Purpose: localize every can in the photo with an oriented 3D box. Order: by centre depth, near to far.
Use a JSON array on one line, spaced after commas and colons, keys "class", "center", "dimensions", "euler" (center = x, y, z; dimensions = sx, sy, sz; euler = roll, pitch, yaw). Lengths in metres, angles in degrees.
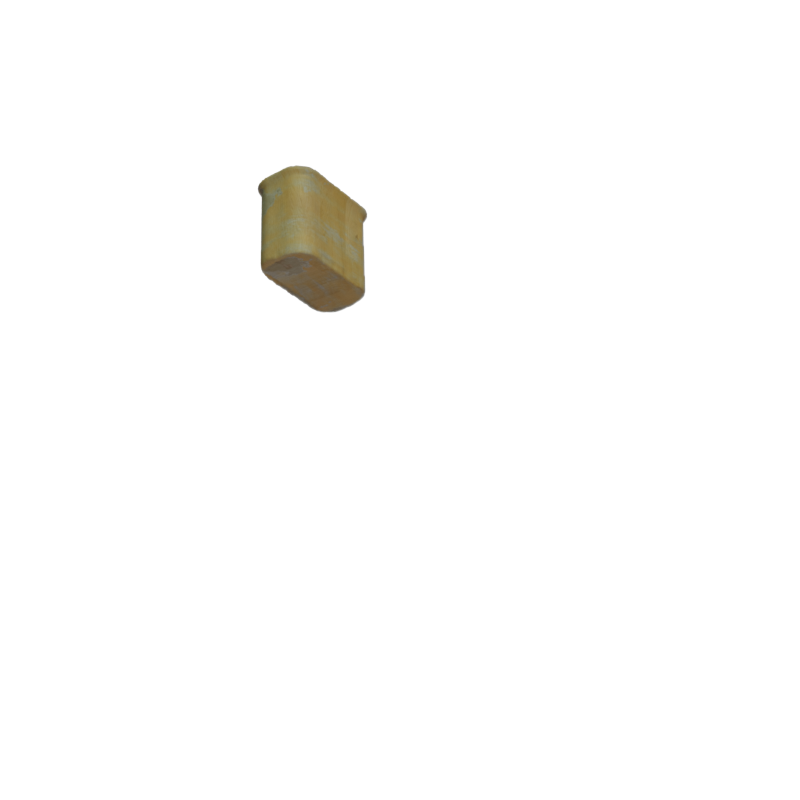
[{"class": "can", "center": [-0.072, -0.131, 0.920], "dimensions": [0.058, 0.089, 0.095], "euler": [-22, -36, 30]}]
